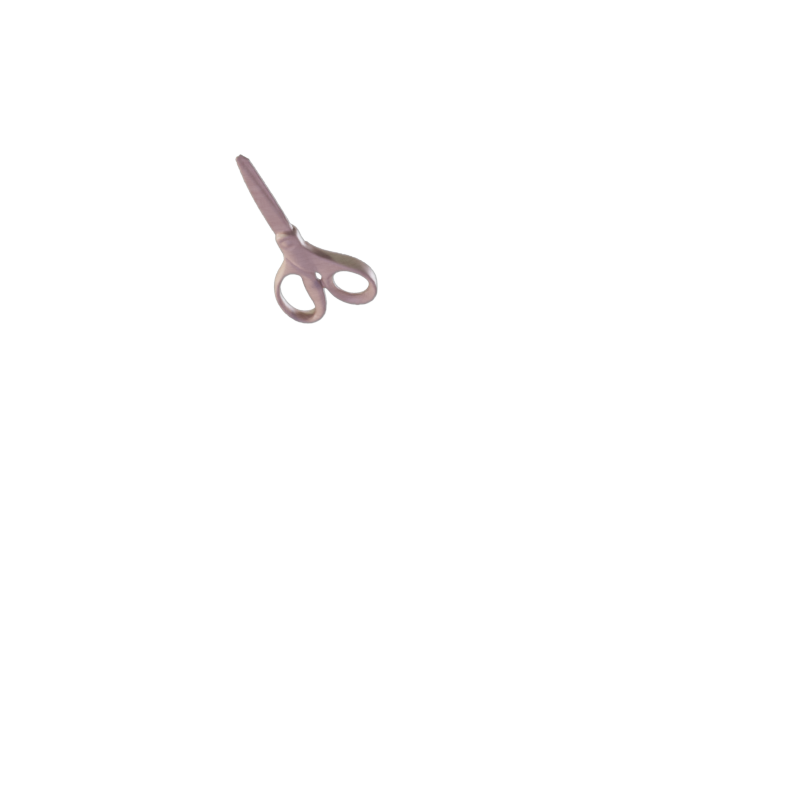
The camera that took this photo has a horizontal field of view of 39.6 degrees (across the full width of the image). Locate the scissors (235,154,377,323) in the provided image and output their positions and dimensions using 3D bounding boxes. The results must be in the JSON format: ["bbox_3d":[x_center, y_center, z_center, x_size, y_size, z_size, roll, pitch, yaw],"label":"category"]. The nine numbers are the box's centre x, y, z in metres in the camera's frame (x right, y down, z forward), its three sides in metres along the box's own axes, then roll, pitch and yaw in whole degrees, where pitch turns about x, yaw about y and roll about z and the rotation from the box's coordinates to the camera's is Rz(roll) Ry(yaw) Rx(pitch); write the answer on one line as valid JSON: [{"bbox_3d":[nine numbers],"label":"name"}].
[{"bbox_3d":[-0.069,-0.126,0.882,0.096,0.017,0.187,-2,-35,2],"label":"scissors"}]
